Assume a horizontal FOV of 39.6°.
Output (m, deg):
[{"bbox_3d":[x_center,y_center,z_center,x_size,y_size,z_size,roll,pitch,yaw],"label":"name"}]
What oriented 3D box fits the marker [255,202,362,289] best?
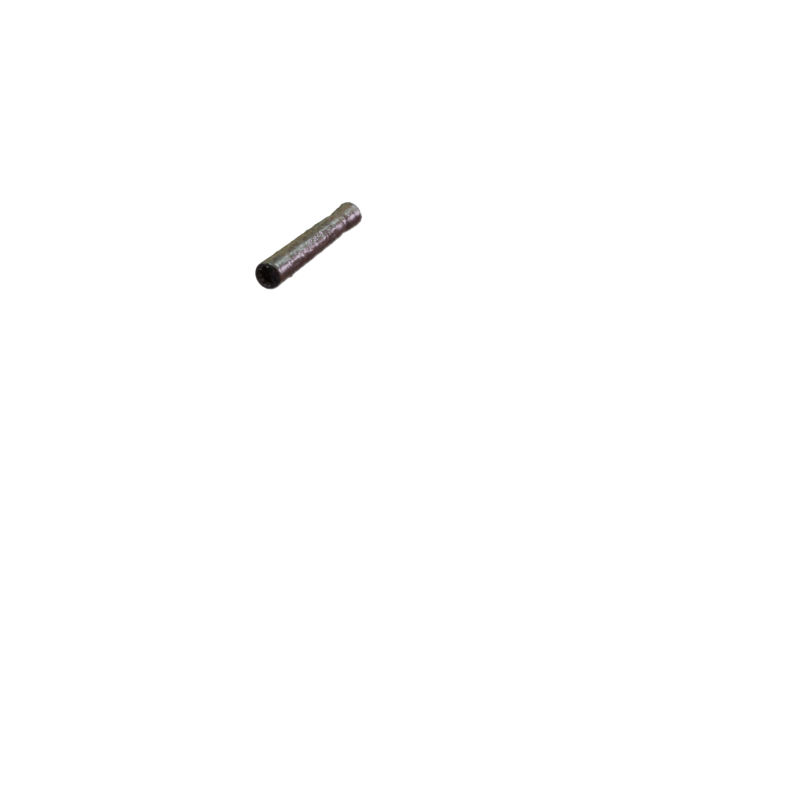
[{"bbox_3d":[-0.058,-0.106,0.744,0.020,0.019,0.123,1,28,27],"label":"marker"}]
